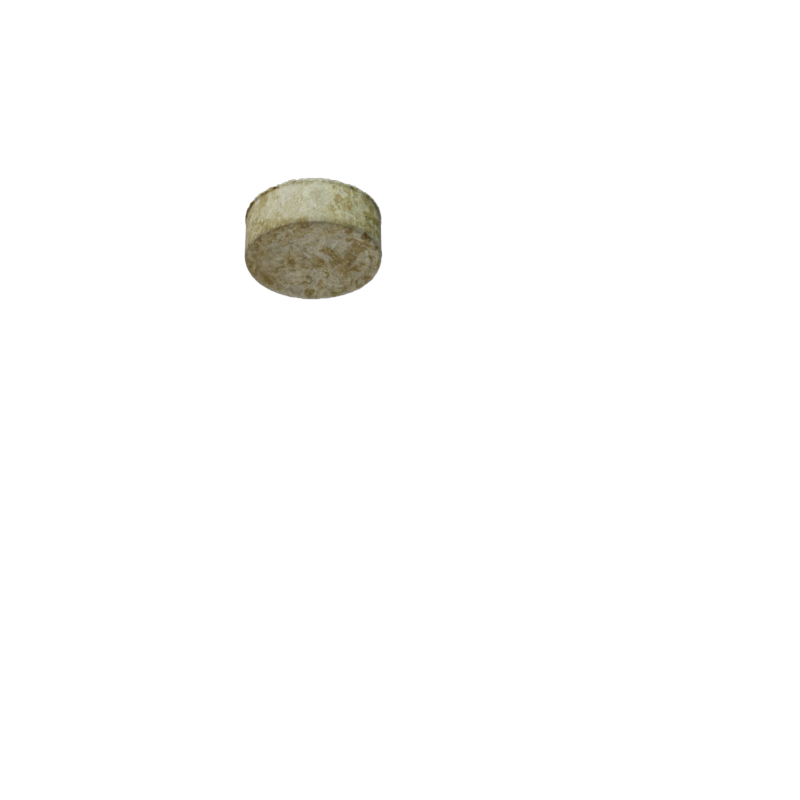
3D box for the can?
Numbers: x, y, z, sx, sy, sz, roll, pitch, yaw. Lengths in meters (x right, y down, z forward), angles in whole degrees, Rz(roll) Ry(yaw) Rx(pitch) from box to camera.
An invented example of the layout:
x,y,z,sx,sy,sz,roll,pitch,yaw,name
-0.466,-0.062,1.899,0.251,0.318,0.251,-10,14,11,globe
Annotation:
x,y,z,sx,sy,sz,roll,pitch,yaw,name
-0.054,-0.098,0.686,0.086,0.036,0.081,1,-30,-2,can
